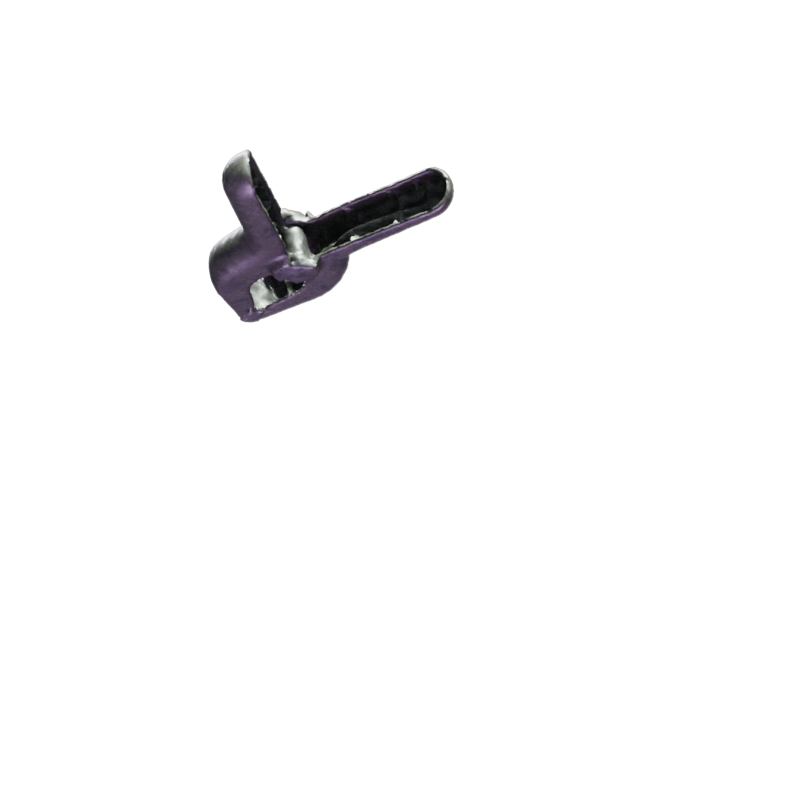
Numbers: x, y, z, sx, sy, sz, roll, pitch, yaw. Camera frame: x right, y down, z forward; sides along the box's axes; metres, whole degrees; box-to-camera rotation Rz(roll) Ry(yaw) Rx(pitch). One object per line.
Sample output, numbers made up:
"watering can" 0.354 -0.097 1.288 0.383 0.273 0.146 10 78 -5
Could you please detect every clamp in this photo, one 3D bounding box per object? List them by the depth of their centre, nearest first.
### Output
"clamp" -0.047 -0.086 0.605 0.118 0.041 0.167 5 -17 -15
